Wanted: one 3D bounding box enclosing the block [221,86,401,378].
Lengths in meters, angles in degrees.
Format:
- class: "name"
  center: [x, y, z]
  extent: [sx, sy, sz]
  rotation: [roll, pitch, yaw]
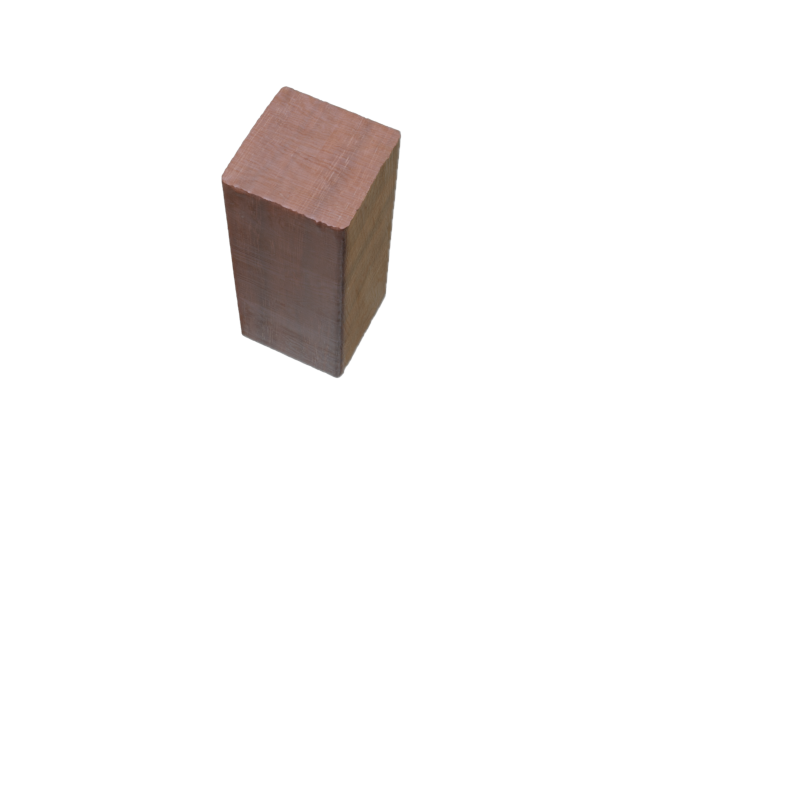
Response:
- class: "block"
  center: [-0.062, -0.113, 0.791]
  extent: [0.093, 0.093, 0.194]
  rotation: [24, -26, 9]
